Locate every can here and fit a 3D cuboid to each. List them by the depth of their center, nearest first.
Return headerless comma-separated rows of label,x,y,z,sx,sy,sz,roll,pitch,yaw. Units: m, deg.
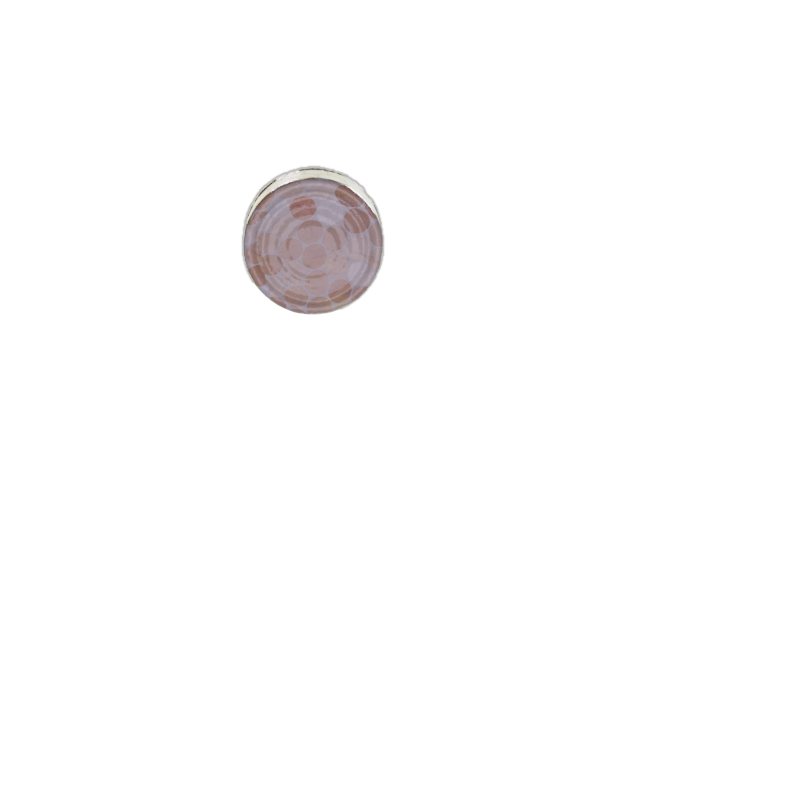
can,-0.053,-0.096,0.674,0.086,0.083,0.035,0,16,-1
